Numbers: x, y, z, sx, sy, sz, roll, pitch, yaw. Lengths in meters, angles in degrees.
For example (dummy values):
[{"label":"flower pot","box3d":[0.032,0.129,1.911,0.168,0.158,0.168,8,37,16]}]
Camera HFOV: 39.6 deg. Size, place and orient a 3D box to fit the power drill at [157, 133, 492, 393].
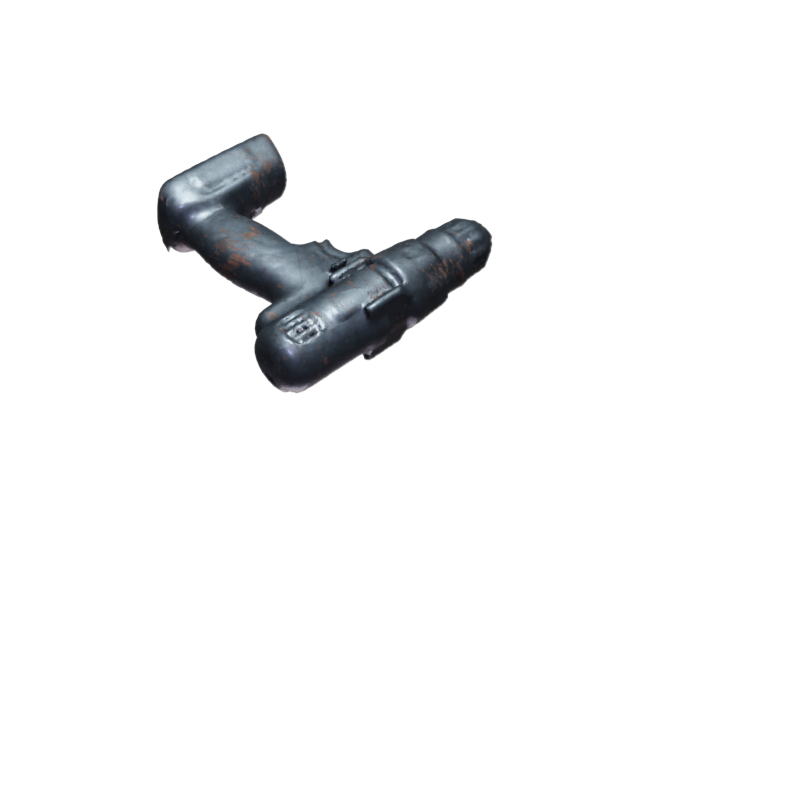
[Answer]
[{"label":"power drill","box3d":[-0.058,-0.106,0.739,0.185,0.053,0.201,-32,53,-28]}]
